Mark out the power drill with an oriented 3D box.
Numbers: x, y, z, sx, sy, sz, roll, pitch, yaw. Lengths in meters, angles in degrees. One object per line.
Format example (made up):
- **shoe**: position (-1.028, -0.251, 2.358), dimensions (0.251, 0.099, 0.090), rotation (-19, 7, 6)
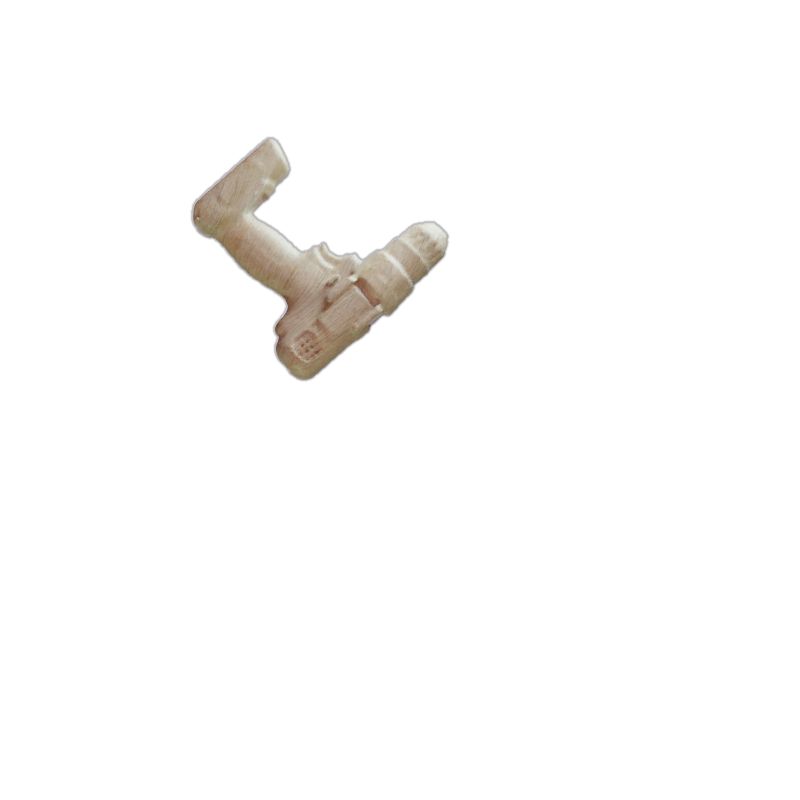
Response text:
- **power drill**: position (-0.077, -0.140, 0.979), dimensions (0.185, 0.193, 0.055), rotation (-42, -10, -10)
